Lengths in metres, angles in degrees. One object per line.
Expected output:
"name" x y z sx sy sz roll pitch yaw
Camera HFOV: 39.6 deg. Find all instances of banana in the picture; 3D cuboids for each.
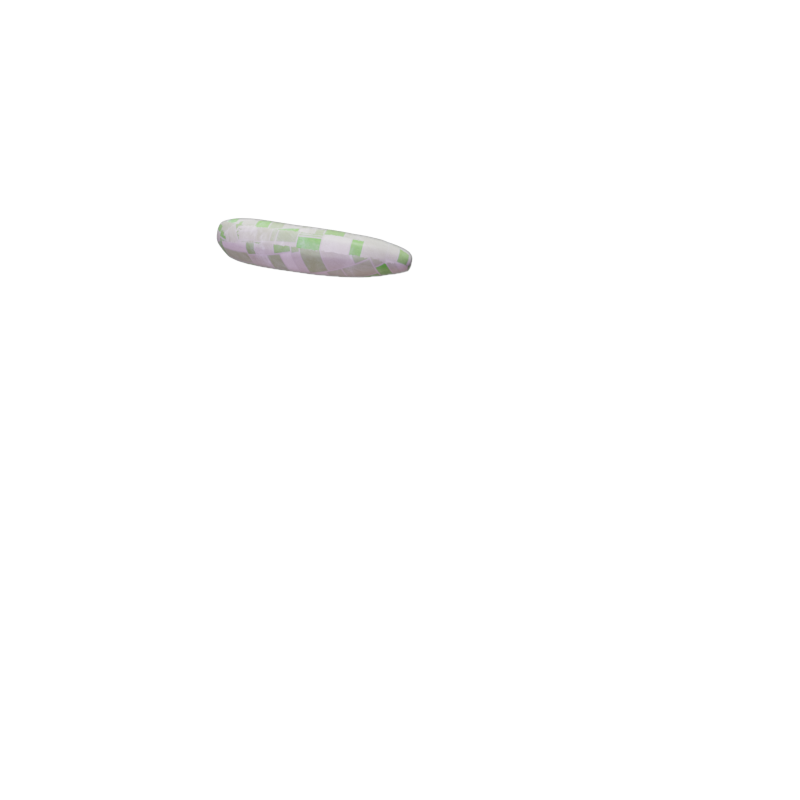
"banana" -0.085 -0.126 0.893 0.208 0.036 0.068 16 23 39
